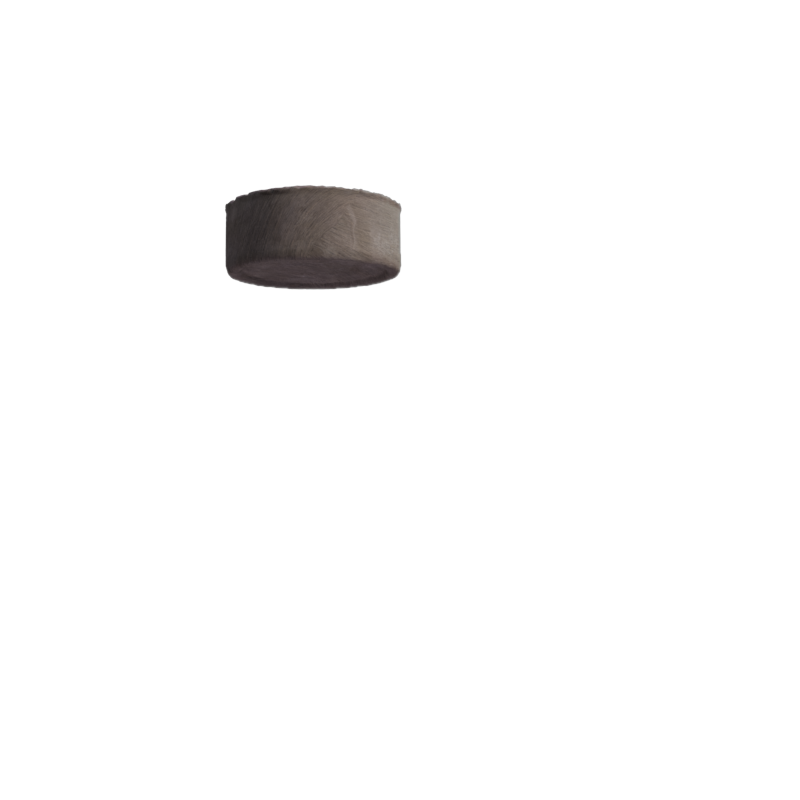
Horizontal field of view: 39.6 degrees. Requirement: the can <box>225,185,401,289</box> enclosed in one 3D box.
[{"bbox_3d":[-0.042,-0.077,0.536,0.086,0.034,0.084,0,-5,-2],"label":"can"}]
